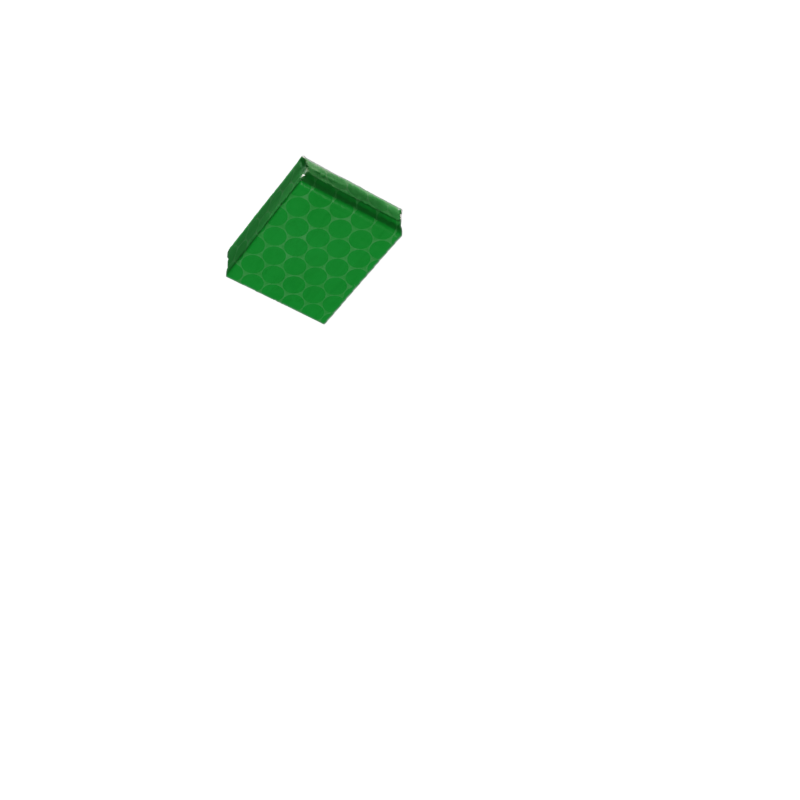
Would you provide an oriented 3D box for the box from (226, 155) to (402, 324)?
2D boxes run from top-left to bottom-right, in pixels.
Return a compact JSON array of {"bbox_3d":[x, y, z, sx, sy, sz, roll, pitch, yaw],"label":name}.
[{"bbox_3d":[-0.053,-0.096,0.672,0.070,0.032,0.087,27,-54,-22],"label":"box"}]
